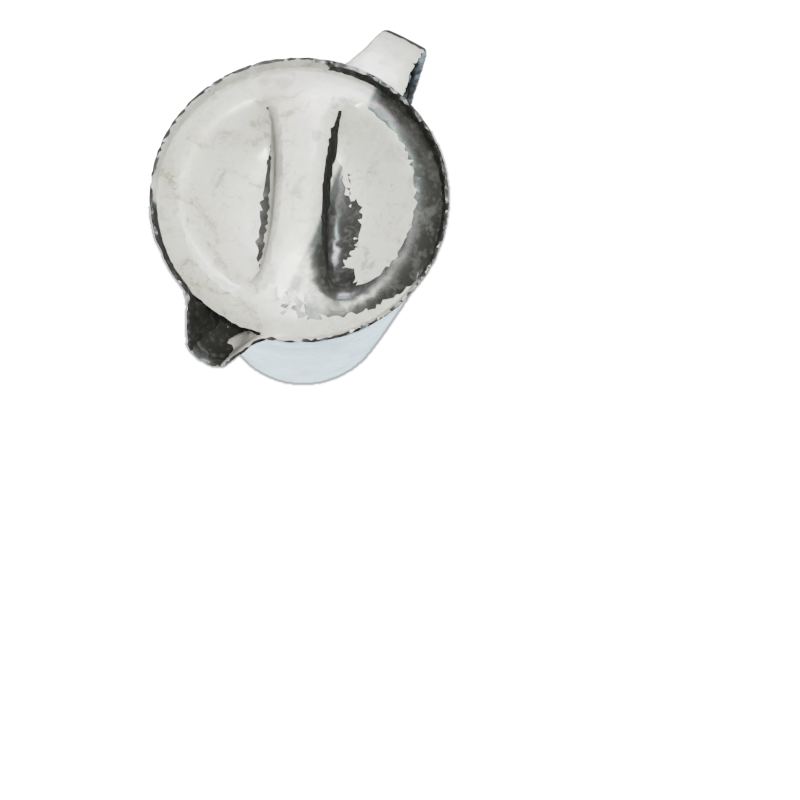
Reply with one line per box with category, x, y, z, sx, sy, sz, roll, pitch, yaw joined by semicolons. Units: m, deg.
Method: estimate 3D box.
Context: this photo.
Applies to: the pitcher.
pitcher;-0.047;-0.086;0.603;0.149;0.149;0.237;-16;-8;-6
